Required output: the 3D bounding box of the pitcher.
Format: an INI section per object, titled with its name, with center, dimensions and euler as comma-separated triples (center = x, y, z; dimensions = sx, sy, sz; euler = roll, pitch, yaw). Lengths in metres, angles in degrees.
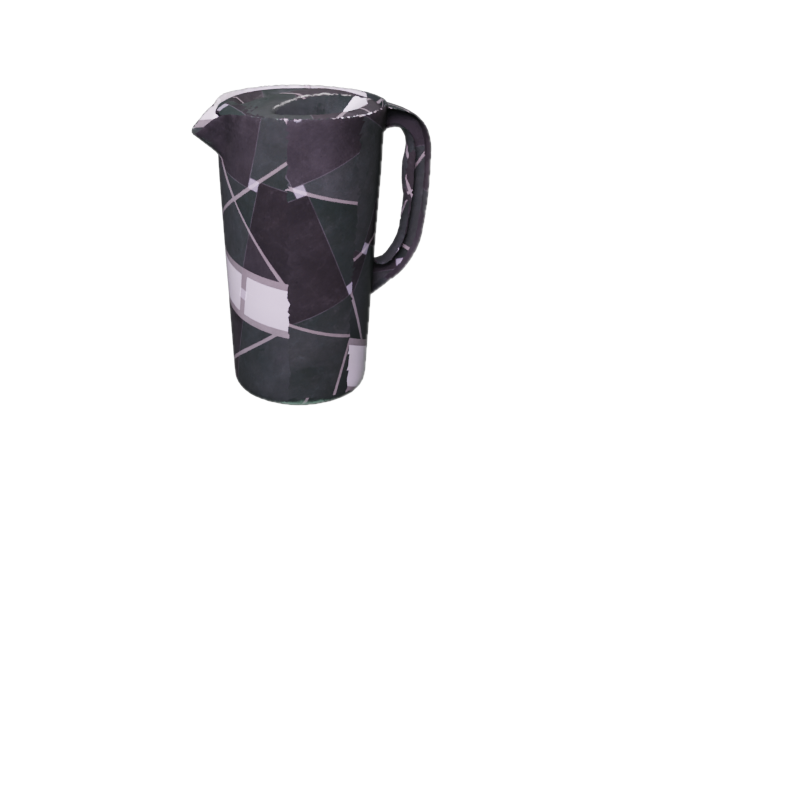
[pitcher]
center = -0.069, -0.126, 0.884
dimensions = 0.155, 0.232, 0.146
euler = 11, 24, 23
